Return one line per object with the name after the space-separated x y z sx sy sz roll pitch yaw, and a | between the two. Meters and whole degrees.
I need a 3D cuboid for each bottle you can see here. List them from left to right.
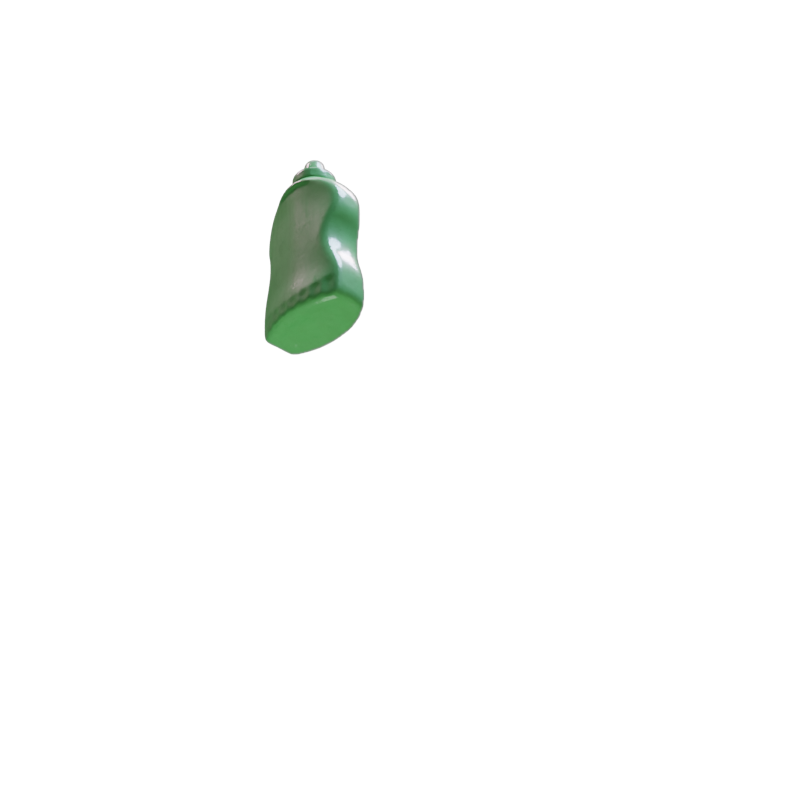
-0.077 -0.140 0.985 0.055 0.206 0.095 28 -47 -34 | bottle
